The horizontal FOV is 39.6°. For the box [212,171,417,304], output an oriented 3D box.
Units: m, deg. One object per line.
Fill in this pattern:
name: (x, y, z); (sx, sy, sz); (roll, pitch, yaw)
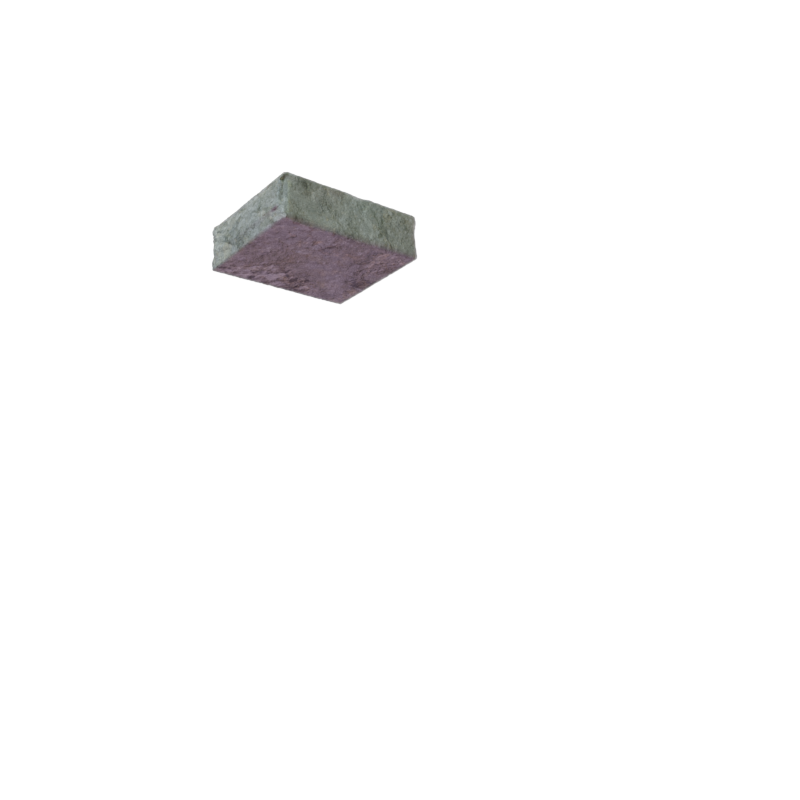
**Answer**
box: (-0.048, -0.087, 0.606); (0.085, 0.032, 0.073); (15, -26, -32)
